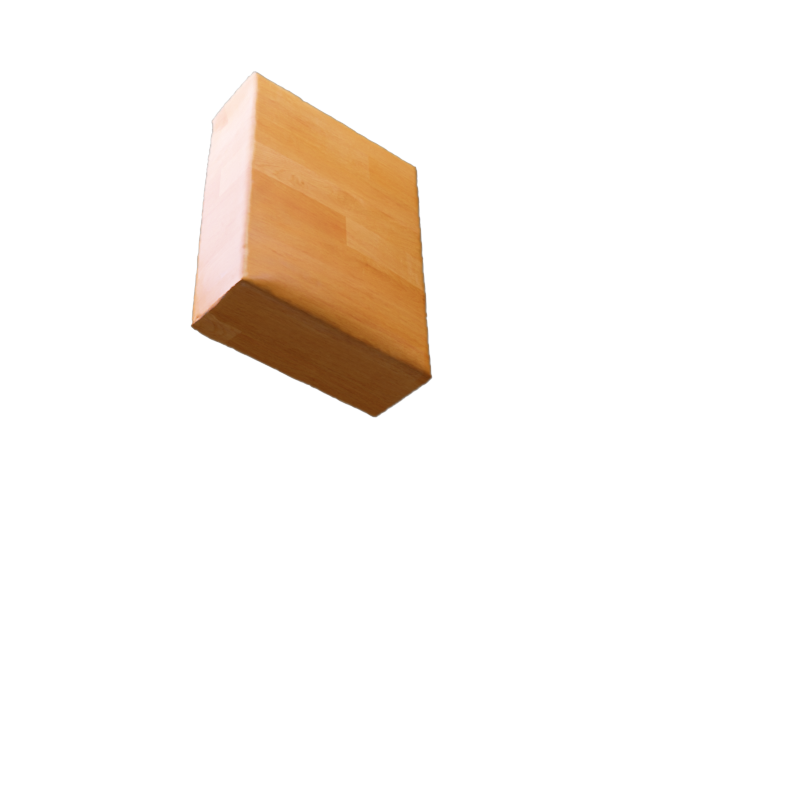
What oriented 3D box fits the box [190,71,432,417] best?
[{"bbox_3d":[-0.063,-0.116,0.809,0.155,0.229,0.071,25,-48,-29],"label":"box"}]
